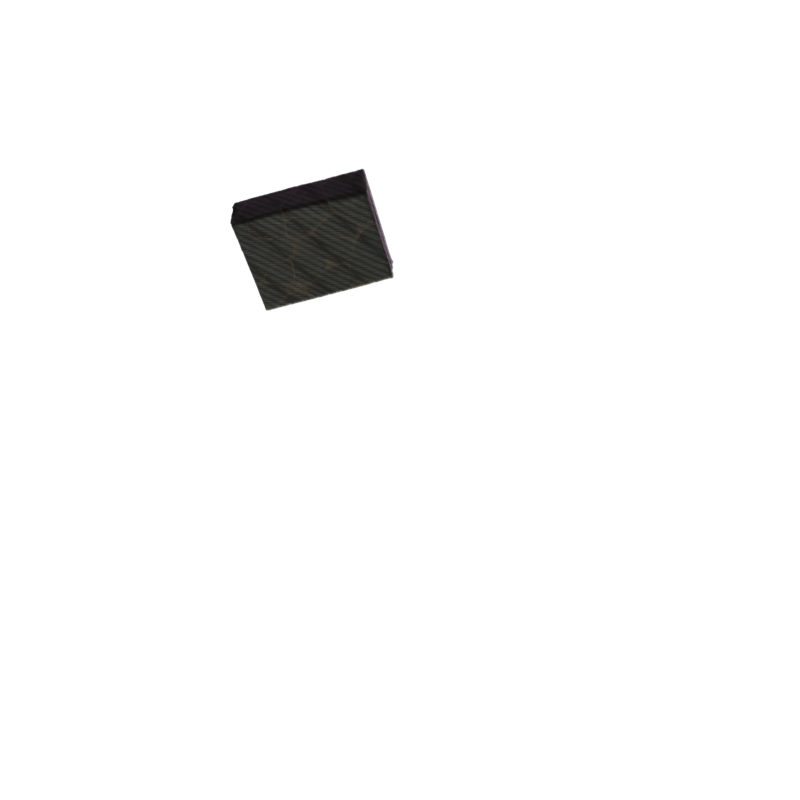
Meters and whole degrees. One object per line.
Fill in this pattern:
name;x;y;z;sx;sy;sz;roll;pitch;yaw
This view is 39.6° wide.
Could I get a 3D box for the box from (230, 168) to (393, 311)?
box;-0.070;-0.128;0.896;0.114;0.083;0.042;-12;37;9
